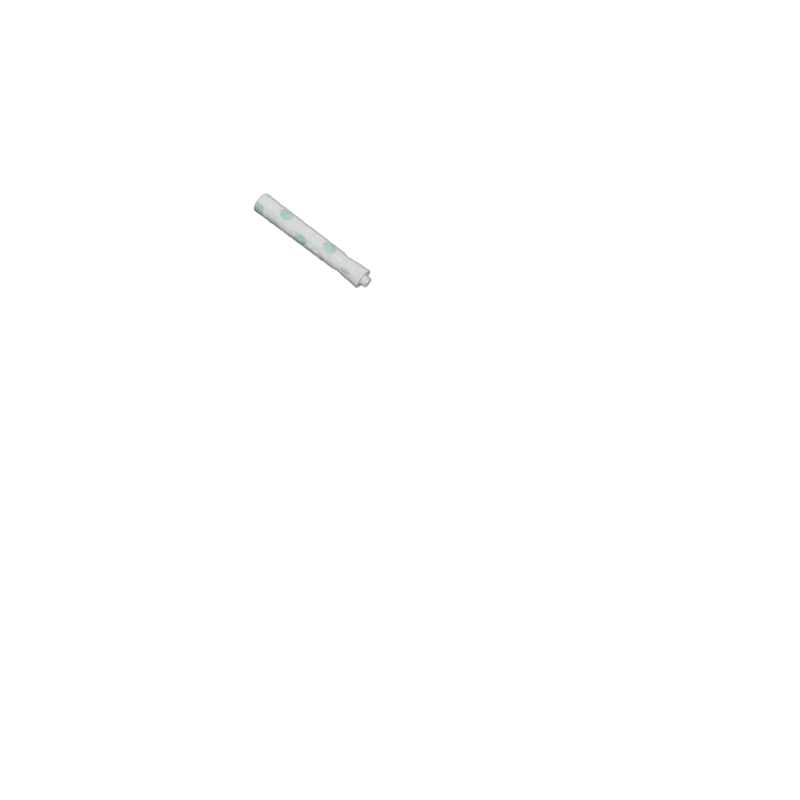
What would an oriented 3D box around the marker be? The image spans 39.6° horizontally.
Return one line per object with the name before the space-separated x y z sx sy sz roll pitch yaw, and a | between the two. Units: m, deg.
marker | -0.074 -0.135 0.947 0.126 0.019 0.019 38 14 16
